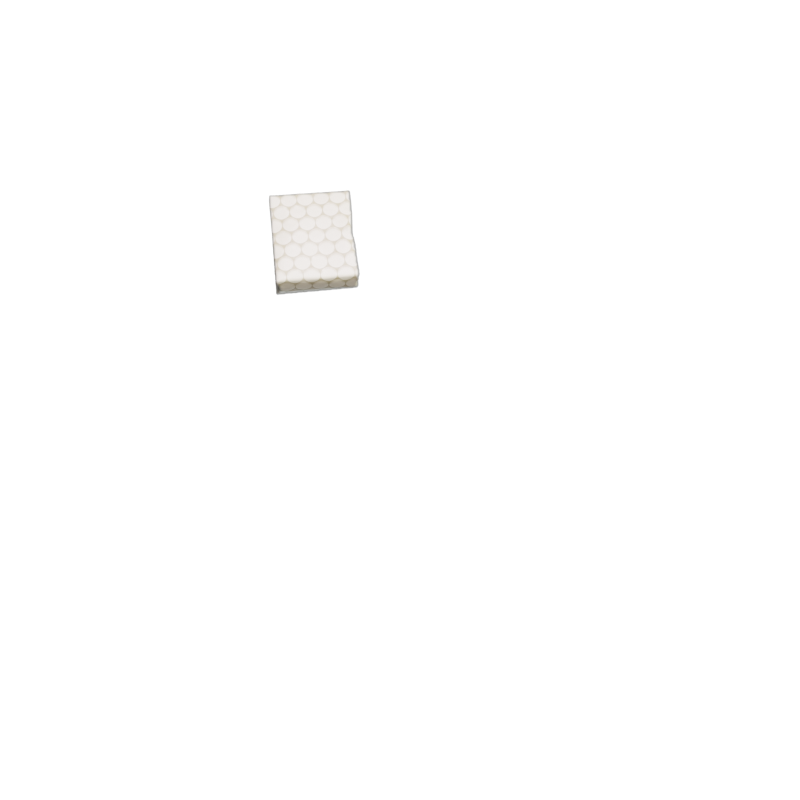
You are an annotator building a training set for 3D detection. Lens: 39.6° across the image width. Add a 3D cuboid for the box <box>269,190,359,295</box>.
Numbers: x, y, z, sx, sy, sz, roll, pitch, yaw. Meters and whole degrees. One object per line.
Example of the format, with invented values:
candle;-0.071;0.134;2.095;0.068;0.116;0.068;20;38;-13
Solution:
box;-0.077;-0.140;0.979;0.073;0.095;0.028;-5;-27;-3
